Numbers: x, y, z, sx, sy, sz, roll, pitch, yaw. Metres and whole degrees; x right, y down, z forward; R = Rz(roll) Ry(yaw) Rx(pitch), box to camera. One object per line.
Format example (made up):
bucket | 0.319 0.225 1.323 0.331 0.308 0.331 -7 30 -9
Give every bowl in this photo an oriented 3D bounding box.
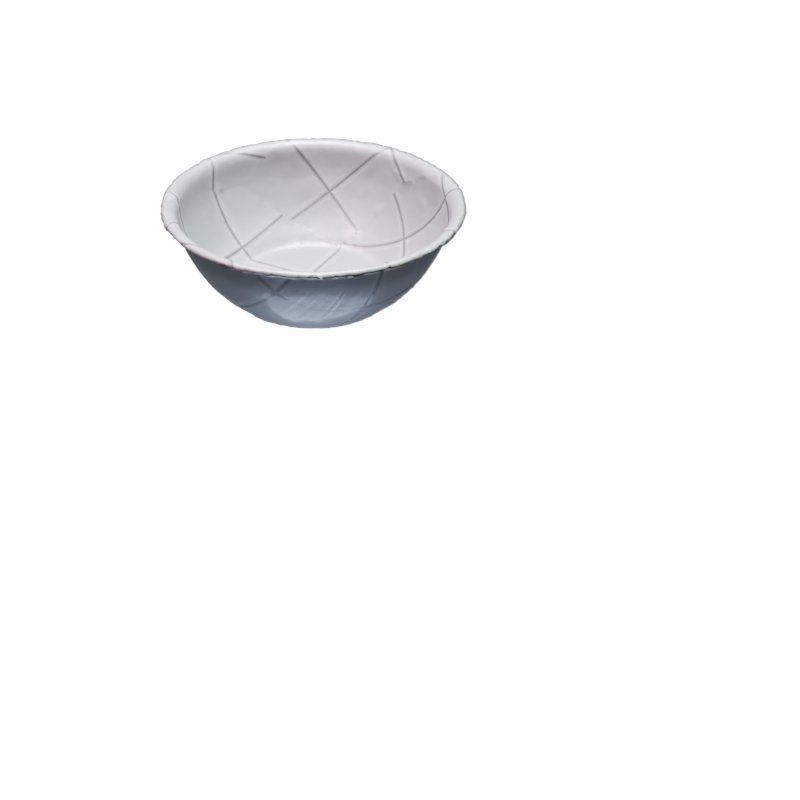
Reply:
bowl | -0.047 -0.086 0.601 0.162 0.052 0.173 -1 34 -2
